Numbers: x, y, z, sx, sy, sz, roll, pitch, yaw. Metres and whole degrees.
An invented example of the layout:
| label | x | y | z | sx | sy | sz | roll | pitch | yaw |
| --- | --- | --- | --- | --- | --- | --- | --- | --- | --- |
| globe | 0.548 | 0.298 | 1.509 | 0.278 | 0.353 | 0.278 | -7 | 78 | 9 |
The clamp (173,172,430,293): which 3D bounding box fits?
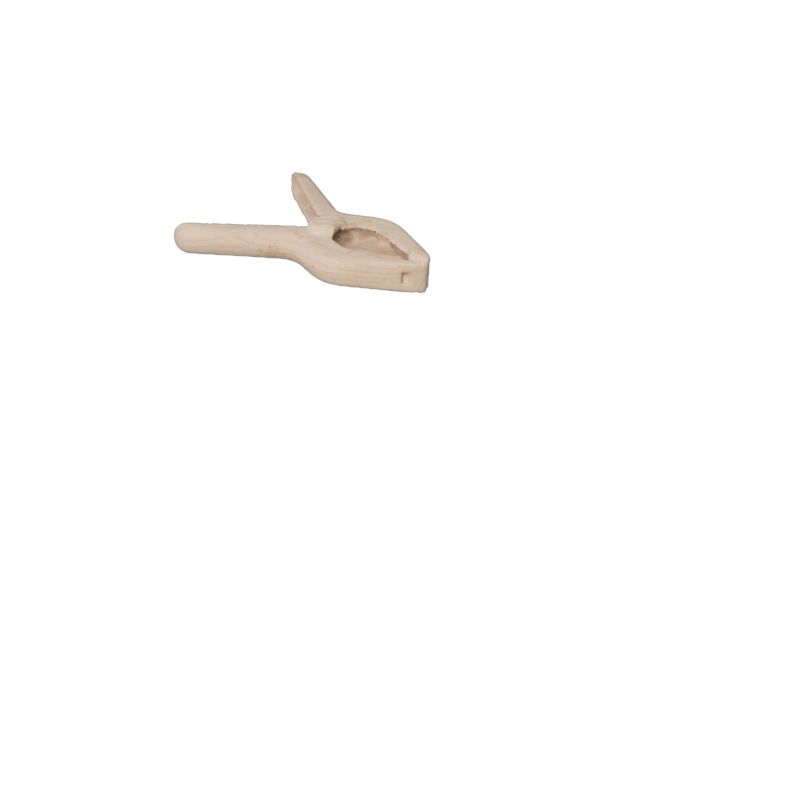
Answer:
| label | x | y | z | sx | sy | sz | roll | pitch | yaw |
| --- | --- | --- | --- | --- | --- | --- | --- | --- | --- |
| clamp | -0.072 | -0.131 | 0.918 | 0.224 | 0.034 | 0.164 | 28 | 42 | 36 |
